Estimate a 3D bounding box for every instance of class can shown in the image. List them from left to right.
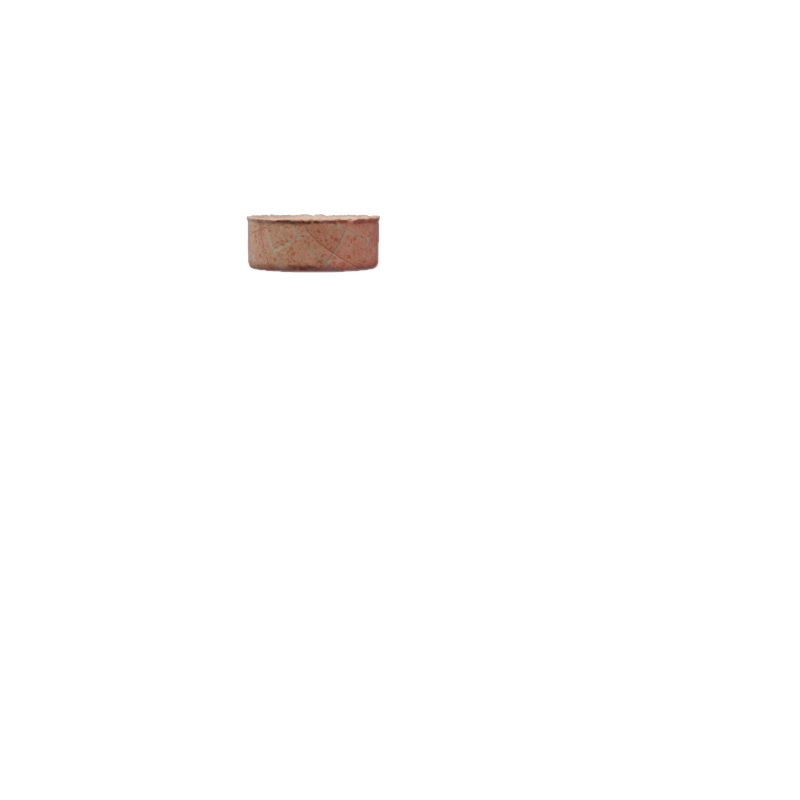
[{"bbox_3d":[-0.056,-0.102,0.715,0.086,0.033,0.087,0,10,-2],"label":"can"}]
